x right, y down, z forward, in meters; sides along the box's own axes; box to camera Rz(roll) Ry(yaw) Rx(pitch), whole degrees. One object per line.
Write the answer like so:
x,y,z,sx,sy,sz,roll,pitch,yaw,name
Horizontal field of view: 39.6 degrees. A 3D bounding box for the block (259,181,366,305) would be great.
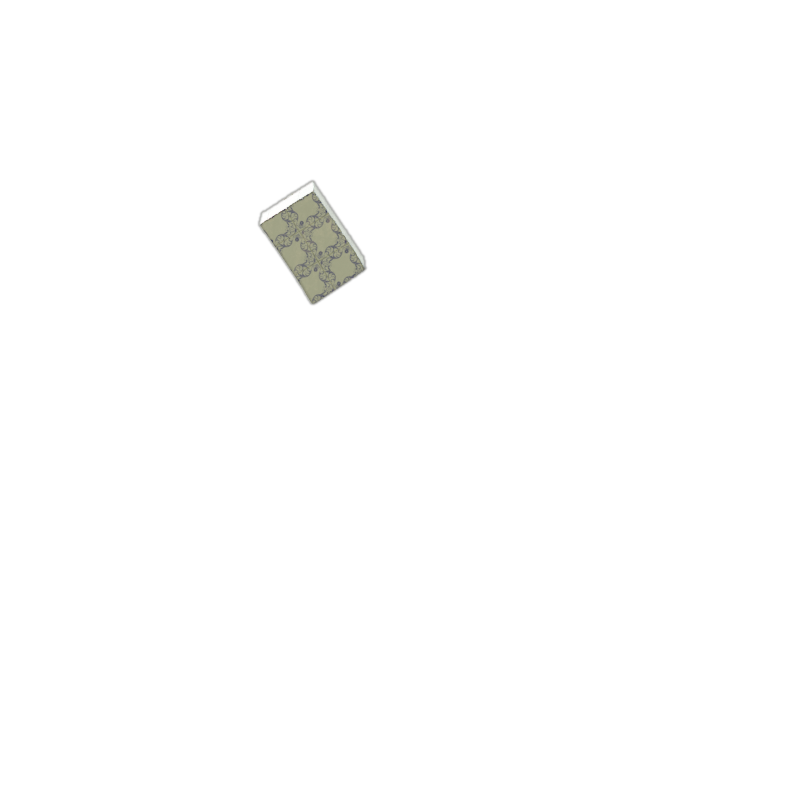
-0.069,-0.126,0.882,0.053,0.076,0.053,-32,12,6,block
